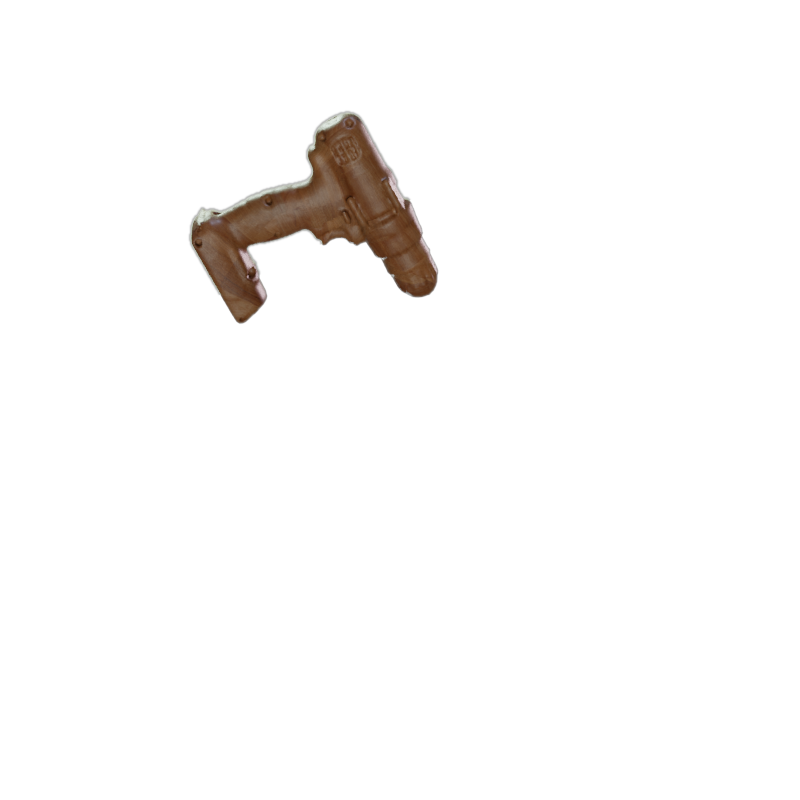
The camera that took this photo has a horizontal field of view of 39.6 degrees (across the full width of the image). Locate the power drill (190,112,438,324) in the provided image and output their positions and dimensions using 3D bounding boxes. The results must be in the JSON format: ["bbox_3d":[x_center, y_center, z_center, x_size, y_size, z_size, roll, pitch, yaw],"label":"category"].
[{"bbox_3d":[-0.078,-0.142,0.992,0.188,0.176,0.060,-26,18,9],"label":"power drill"}]
